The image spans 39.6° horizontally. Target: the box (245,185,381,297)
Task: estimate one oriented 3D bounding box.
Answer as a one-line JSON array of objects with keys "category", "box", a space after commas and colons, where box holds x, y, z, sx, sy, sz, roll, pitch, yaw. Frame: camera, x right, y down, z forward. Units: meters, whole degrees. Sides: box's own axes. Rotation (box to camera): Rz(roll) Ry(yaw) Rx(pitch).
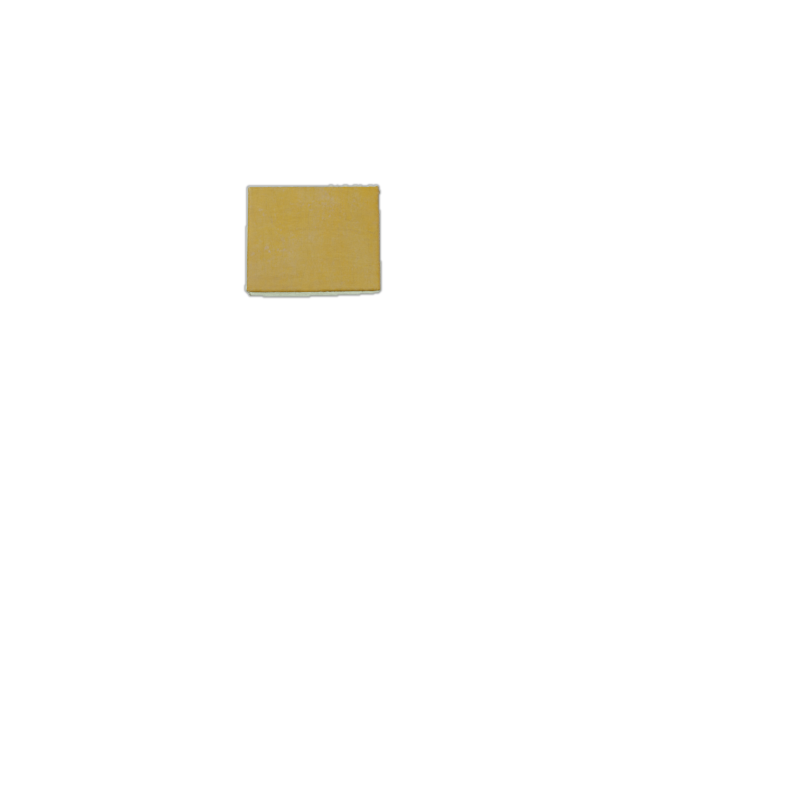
[{"category": "box", "box": [-0.073, -0.132, 0.928, 0.113, 0.092, 0.038, 0, -10, -1]}]
